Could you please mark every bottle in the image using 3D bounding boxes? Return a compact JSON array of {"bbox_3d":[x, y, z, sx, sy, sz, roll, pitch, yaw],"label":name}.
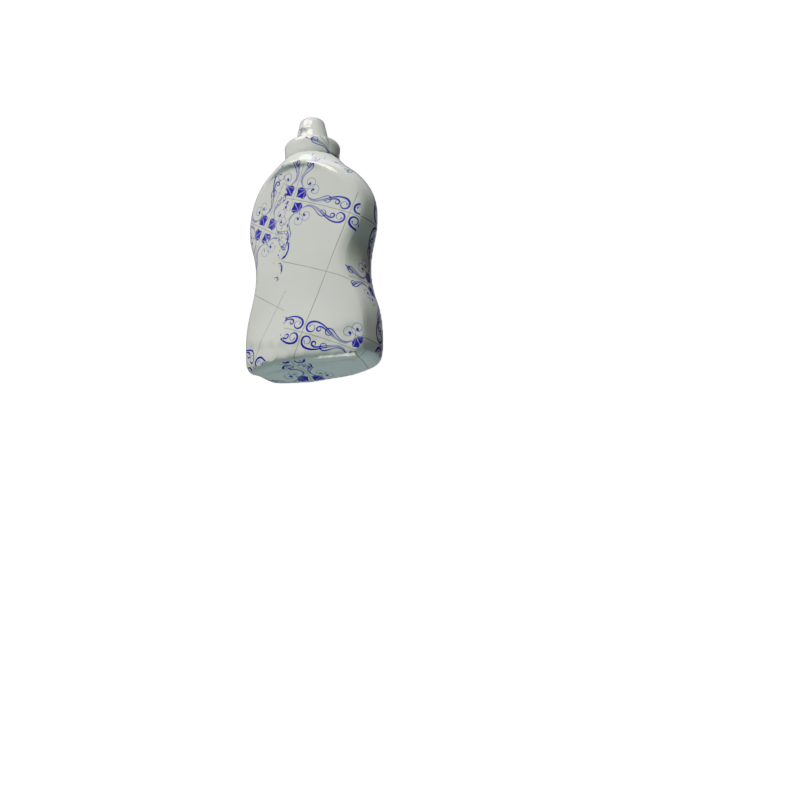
[{"bbox_3d":[-0.062,-0.113,0.790,0.098,0.201,0.055,-13,-24,29],"label":"bottle"}]
